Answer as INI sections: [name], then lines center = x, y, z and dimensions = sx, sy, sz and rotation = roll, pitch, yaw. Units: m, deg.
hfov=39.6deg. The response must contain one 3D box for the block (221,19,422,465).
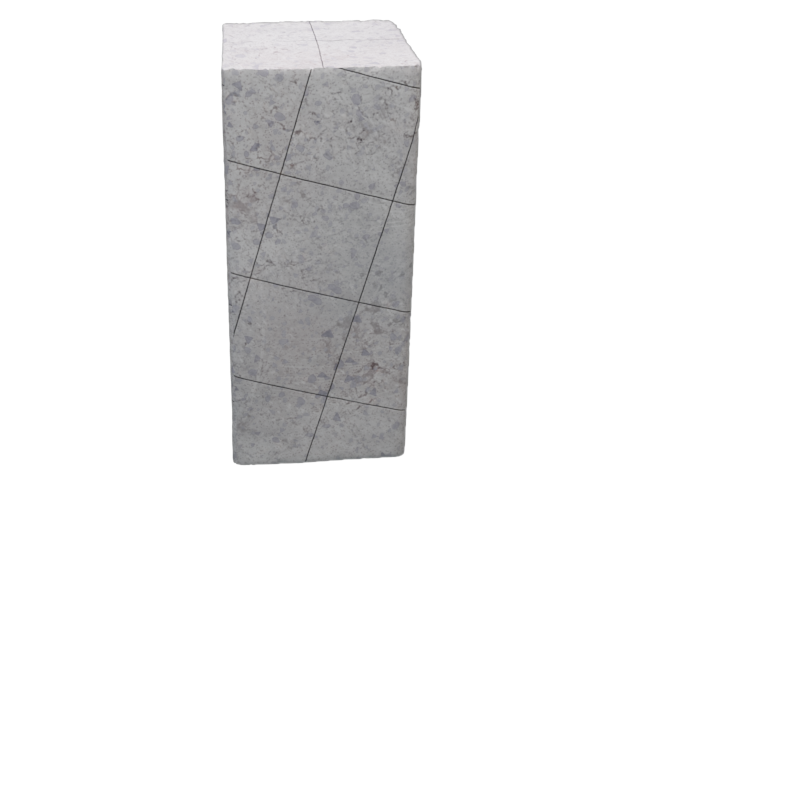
[block]
center = -0.043, -0.080, 0.562
dimensions = 0.089, 0.195, 0.096
rotation = -2, 26, -7
